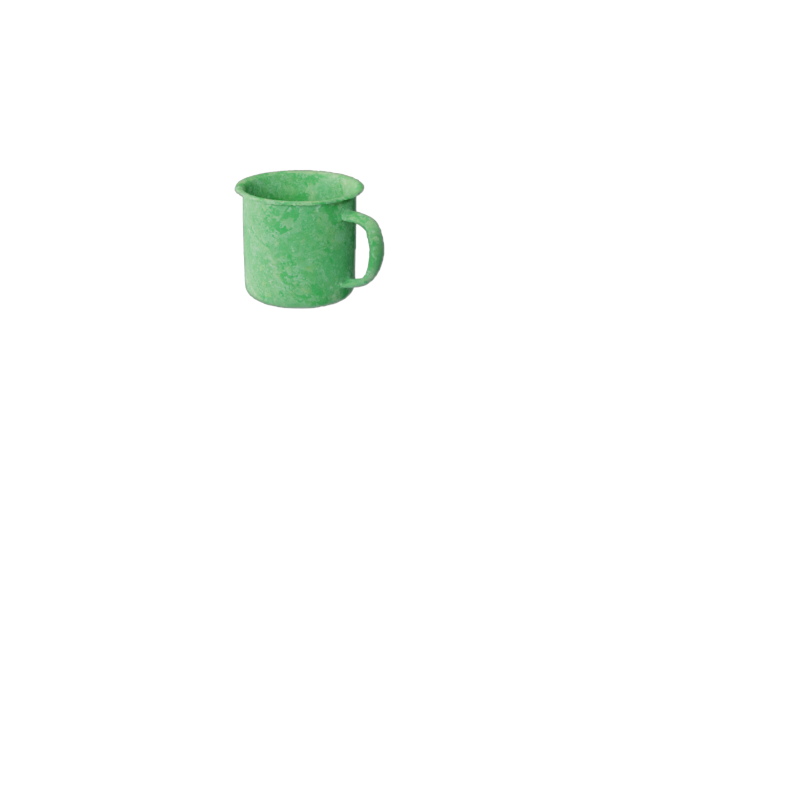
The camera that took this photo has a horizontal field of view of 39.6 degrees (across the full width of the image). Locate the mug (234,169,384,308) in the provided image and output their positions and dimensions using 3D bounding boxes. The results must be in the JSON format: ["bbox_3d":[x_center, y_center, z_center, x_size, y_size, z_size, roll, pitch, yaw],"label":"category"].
[{"bbox_3d":[-0.063,-0.114,0.800,0.123,0.078,0.093,14,26,29],"label":"mug"}]
